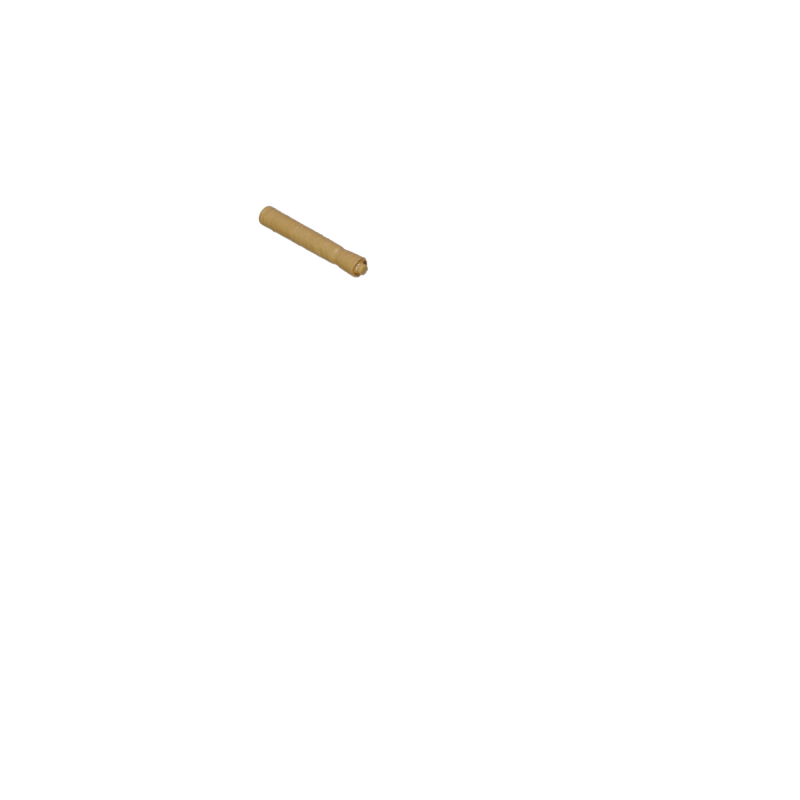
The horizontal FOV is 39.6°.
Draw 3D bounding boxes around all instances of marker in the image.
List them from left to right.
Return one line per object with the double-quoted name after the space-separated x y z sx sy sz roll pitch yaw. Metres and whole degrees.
-0.075 -0.137 0.960 0.129 0.019 0.019 33 22 33 "marker"
